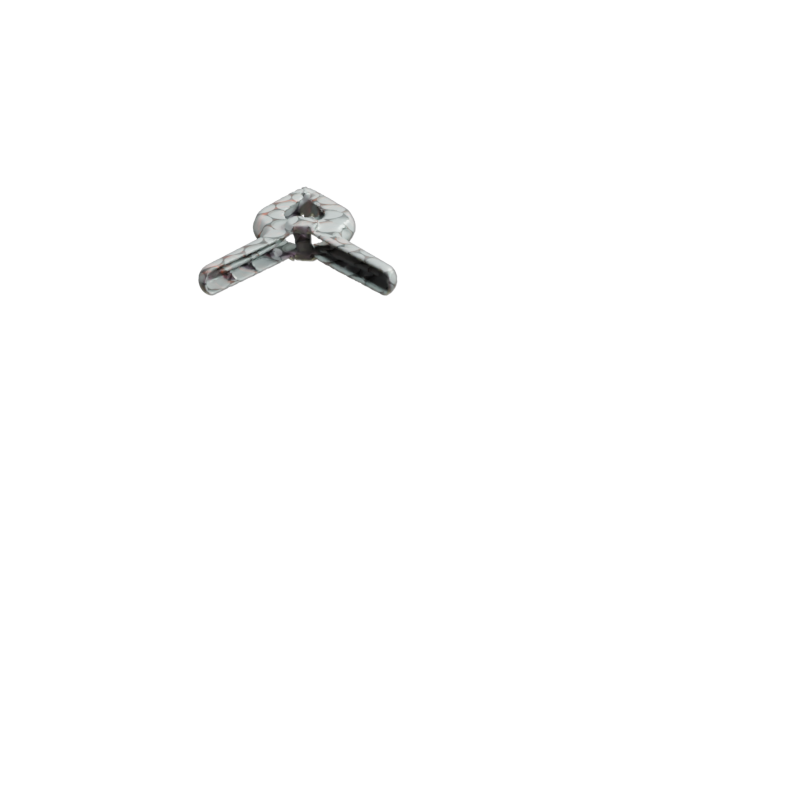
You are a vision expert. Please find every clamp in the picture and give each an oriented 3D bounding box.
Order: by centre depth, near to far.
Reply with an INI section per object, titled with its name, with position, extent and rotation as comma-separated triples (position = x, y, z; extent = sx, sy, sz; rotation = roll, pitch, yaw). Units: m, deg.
[clamp]
position = -0.078, -0.142, 0.998
extent = 0.166, 0.034, 0.220
rotation = 3, 29, 6
